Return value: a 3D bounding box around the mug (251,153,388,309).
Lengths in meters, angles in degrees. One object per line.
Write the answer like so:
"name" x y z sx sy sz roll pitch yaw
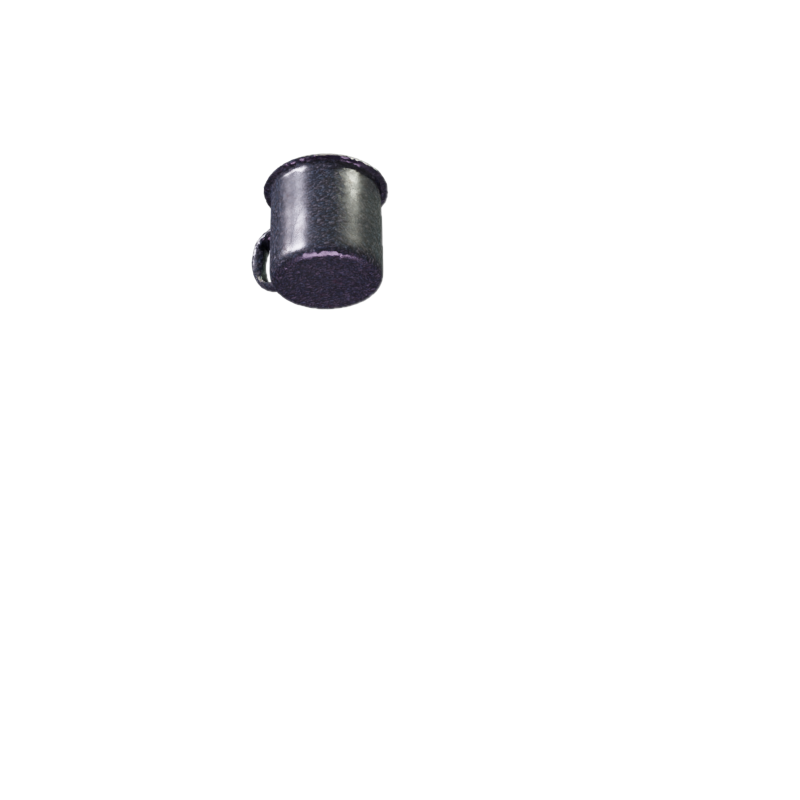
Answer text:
"mug" -0.064 -0.116 0.814 0.118 0.087 0.087 -20 -35 30
